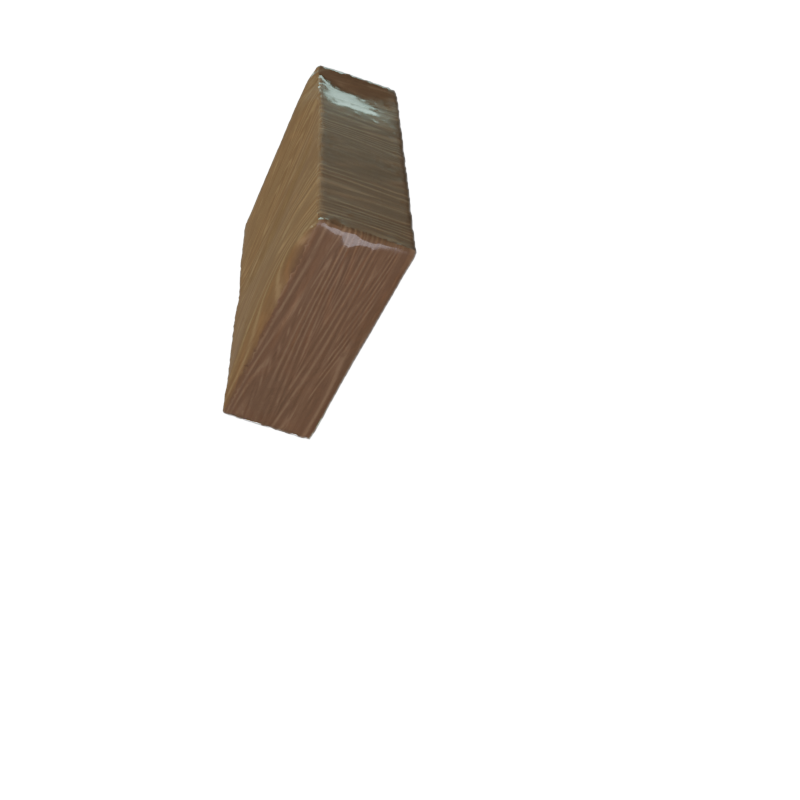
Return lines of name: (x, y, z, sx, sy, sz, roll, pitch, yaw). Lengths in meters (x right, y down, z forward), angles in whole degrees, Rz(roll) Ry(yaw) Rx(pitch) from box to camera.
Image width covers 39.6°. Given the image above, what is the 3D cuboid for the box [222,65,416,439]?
box: (-0.060, -0.109, 0.762, 0.070, 0.158, 0.229, 18, 35, -18)
